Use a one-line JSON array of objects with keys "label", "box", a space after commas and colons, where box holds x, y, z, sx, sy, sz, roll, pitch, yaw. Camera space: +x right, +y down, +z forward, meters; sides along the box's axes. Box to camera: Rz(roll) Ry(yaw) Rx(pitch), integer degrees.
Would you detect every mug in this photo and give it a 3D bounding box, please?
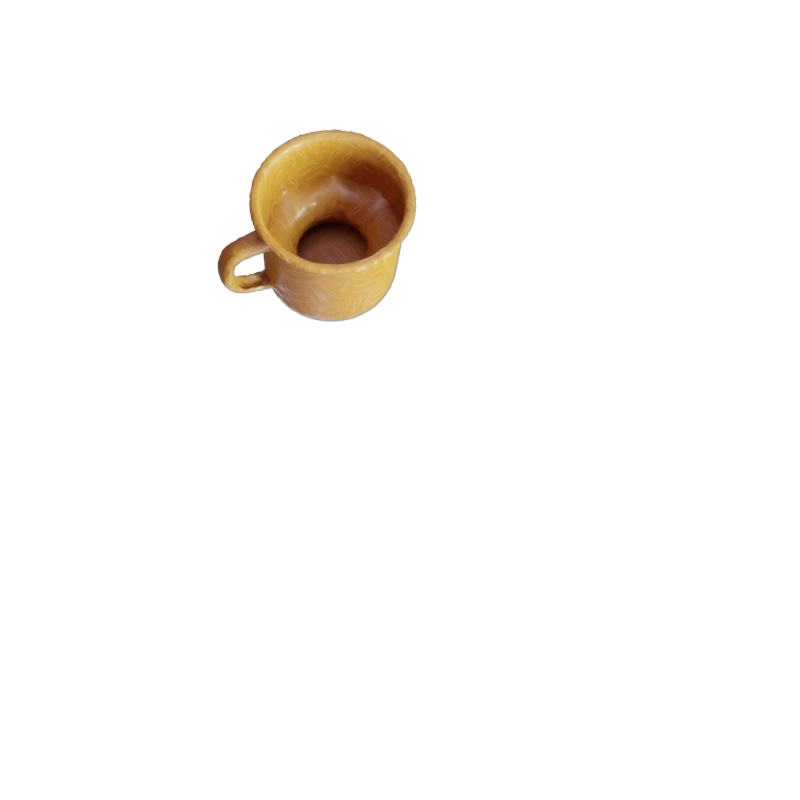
[{"label": "mug", "box": [-0.051, -0.092, 0.646, 0.117, 0.099, 0.077, -26, -22, -13]}]
